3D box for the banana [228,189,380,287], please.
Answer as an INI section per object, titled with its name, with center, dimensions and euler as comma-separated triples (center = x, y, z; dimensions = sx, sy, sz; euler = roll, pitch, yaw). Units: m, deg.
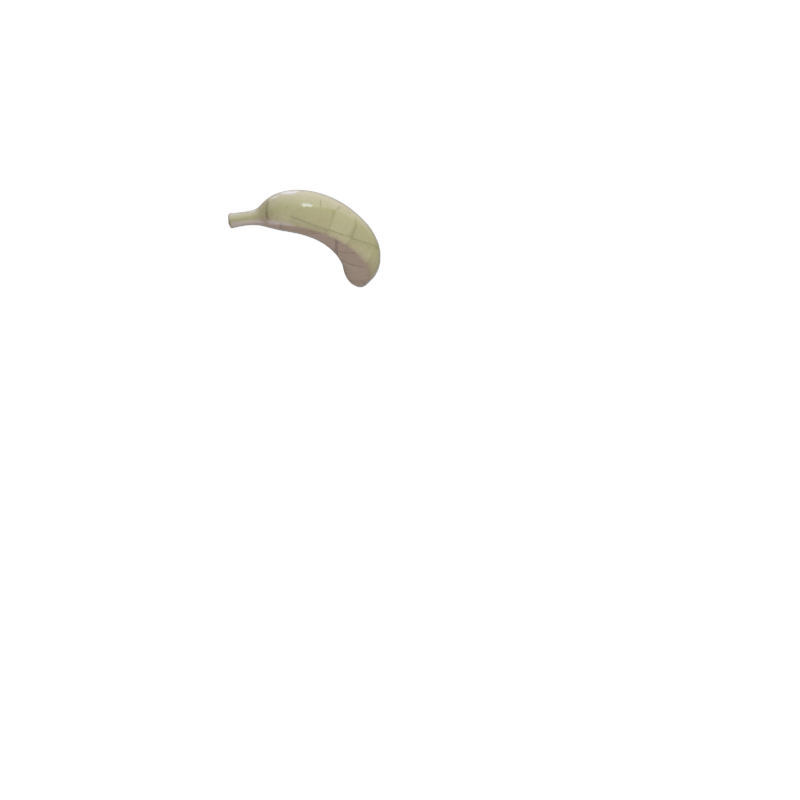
[banana]
center = -0.061, -0.139, 0.940
dimensions = 0.071, 0.038, 0.185
euler = -11, -18, 31
